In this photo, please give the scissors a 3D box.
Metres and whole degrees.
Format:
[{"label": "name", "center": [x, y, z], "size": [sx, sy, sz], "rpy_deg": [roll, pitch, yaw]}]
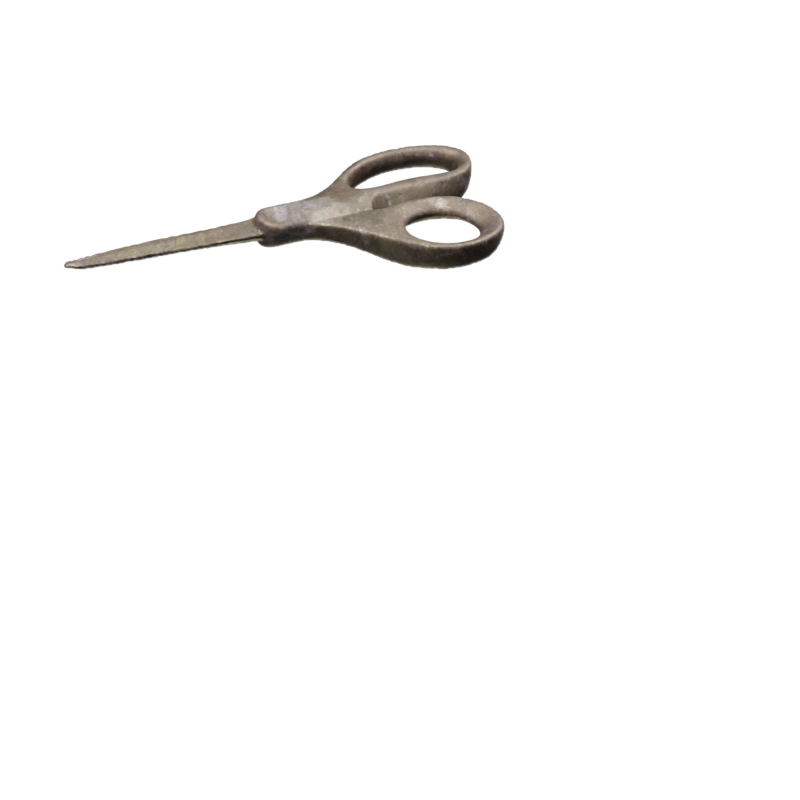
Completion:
[{"label": "scissors", "center": [-0.039, -0.071, 0.500], "size": [0.200, 0.015, 0.104], "rpy_deg": [-26, 47, -27]}]
